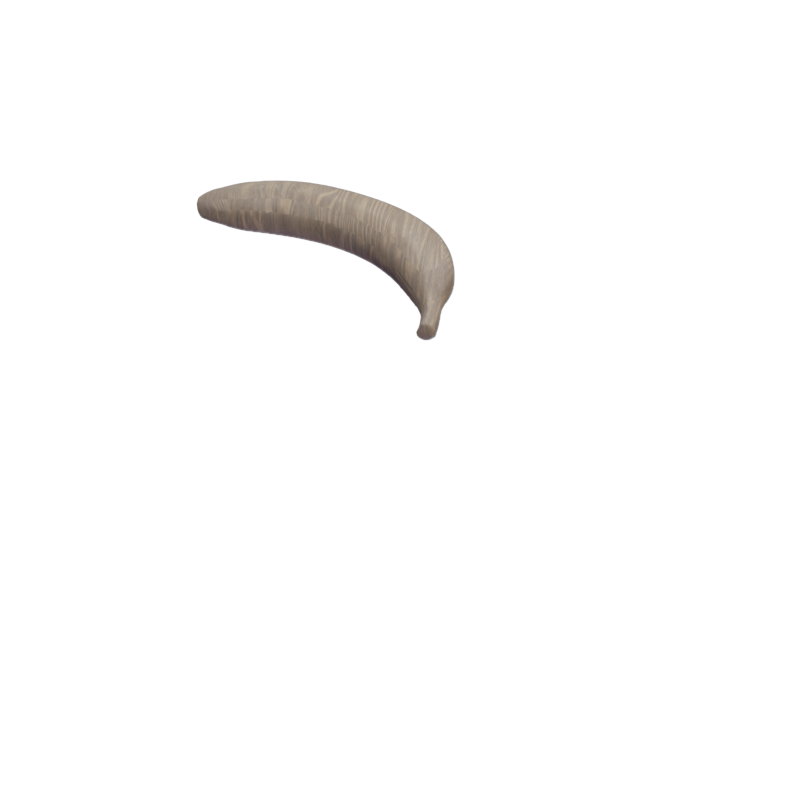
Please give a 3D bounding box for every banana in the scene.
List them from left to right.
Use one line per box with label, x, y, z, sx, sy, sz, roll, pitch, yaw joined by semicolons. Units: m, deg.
banana;-0.037;-0.101;0.672;0.211;0.034;0.069;29;44;35
